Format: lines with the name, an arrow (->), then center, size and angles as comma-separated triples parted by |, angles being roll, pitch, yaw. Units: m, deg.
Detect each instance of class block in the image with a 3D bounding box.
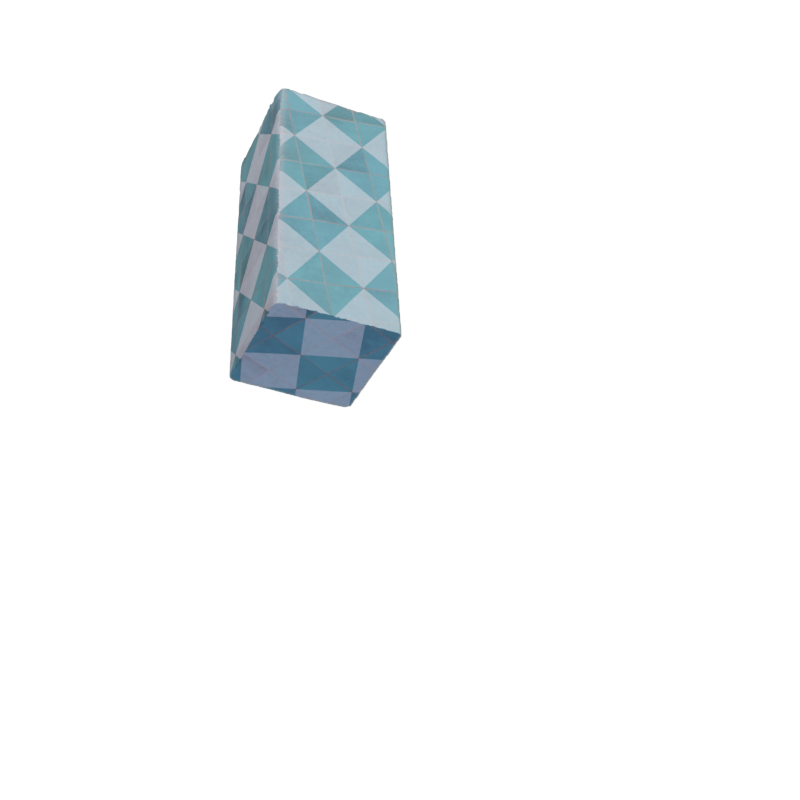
block -> -0.062, -0.112, 0.787 | 0.087, 0.221, 0.087 | 14, -42, -20
